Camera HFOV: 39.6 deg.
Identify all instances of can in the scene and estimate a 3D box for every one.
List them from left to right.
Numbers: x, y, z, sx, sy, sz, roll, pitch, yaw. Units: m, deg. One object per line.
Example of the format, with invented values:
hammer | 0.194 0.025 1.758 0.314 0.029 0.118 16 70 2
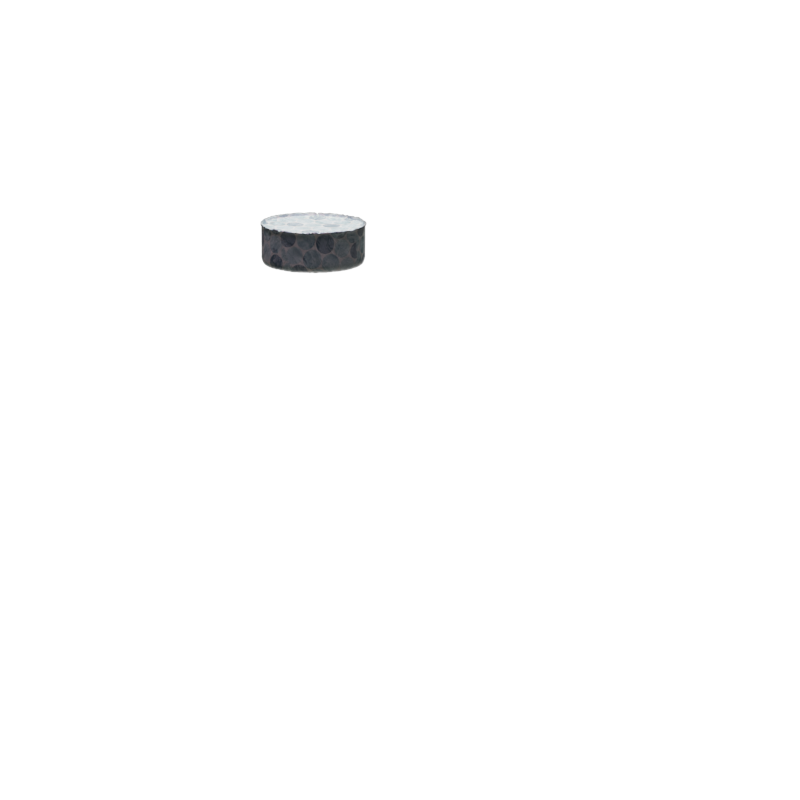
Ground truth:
can | -0.071 -0.129 0.903 0.086 0.032 0.089 -1 19 -2
